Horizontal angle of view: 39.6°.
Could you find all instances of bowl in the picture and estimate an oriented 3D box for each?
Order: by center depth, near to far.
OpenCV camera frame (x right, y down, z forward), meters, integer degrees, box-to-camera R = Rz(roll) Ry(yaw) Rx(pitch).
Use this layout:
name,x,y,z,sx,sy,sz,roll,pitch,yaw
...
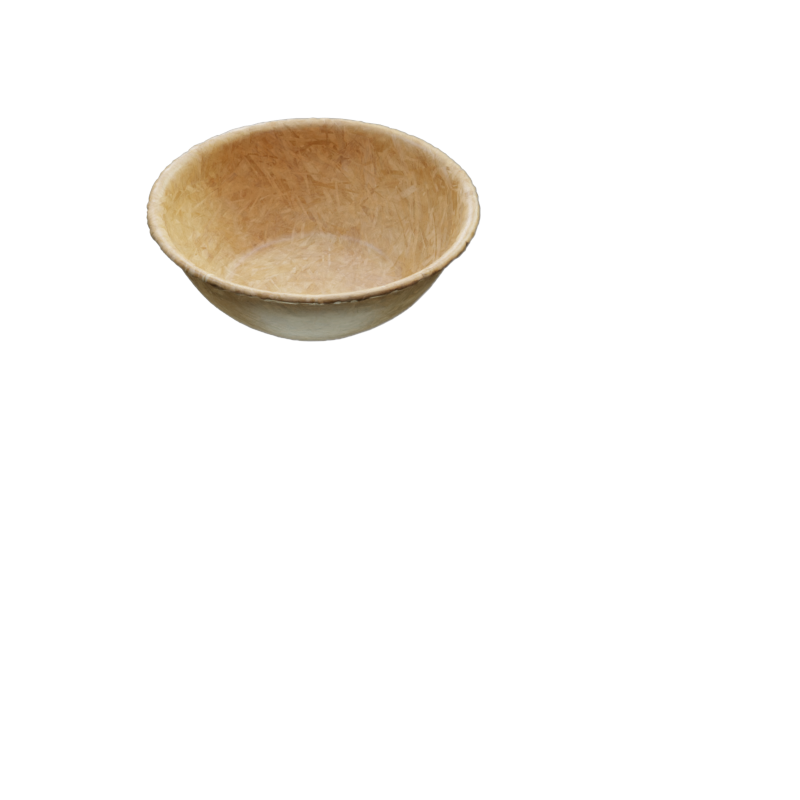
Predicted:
name,x,y,z,sx,sy,sz,roll,pitch,yaw
bowl,-0.043,-0.079,0.554,0.162,0.051,0.174,-1,40,-2
